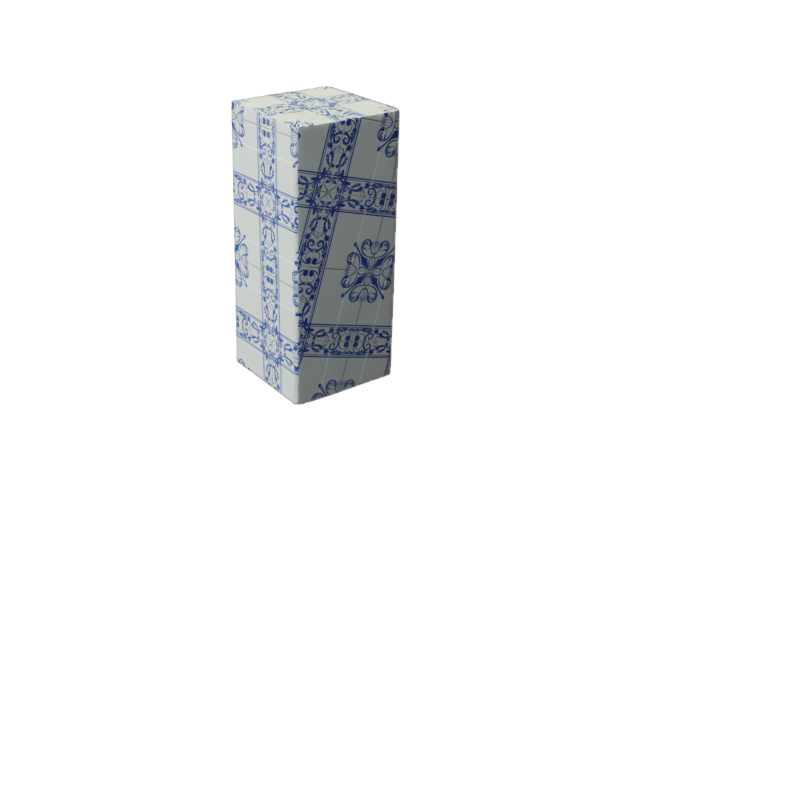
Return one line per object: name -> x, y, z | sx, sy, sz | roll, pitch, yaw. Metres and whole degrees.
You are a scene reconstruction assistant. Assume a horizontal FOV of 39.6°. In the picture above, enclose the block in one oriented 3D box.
block -> -0.063, -0.116, 0.814 | 0.088, 0.196, 0.097 | -15, 27, -34
